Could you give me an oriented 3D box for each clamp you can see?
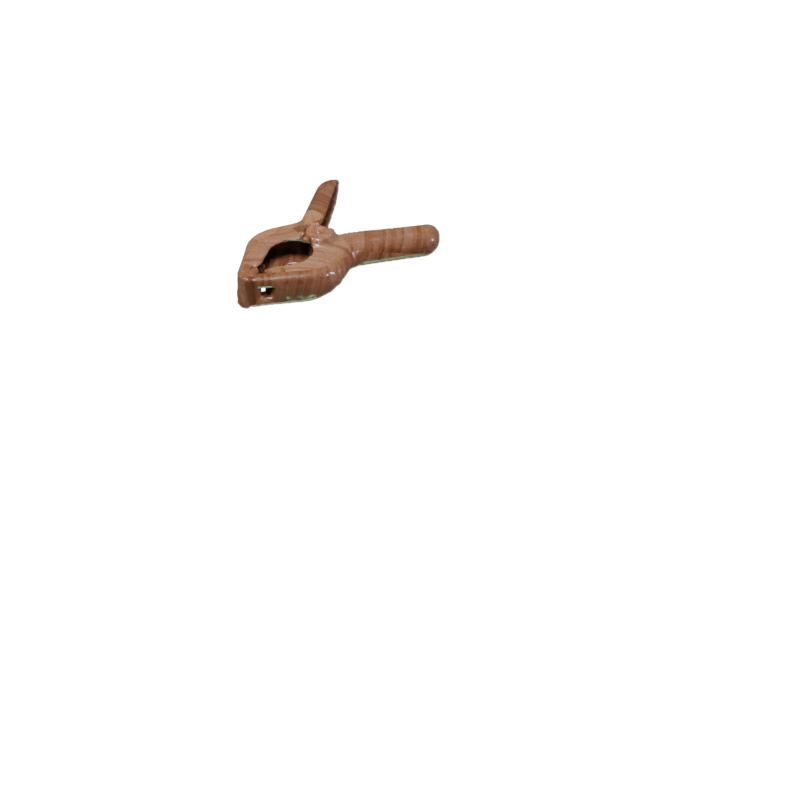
[{"bbox_3d":[-0.068,-0.123,0.863,0.170,0.037,0.129,-25,40,-34],"label":"clamp"}]
